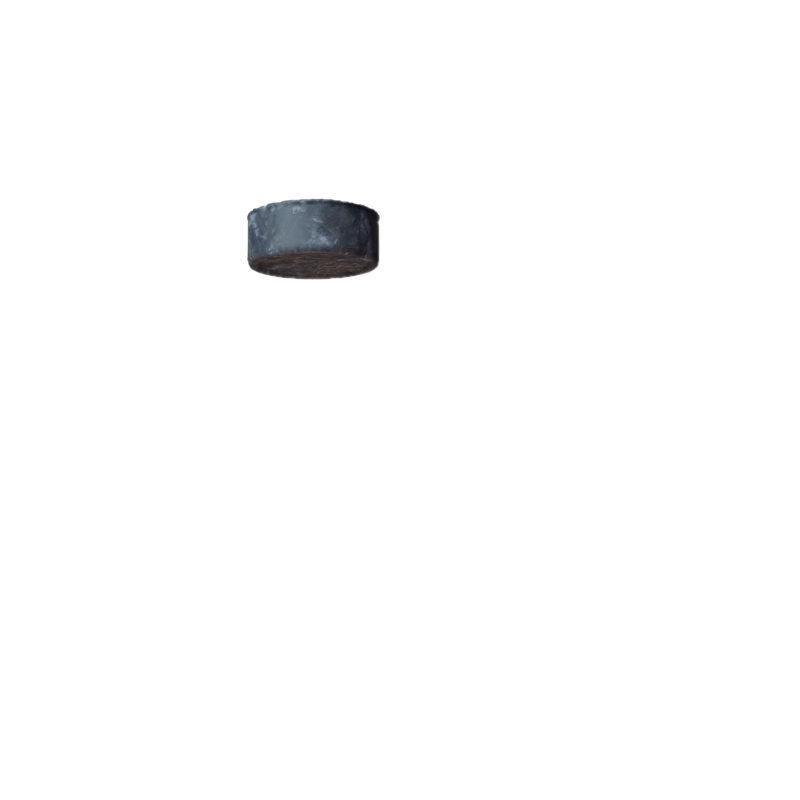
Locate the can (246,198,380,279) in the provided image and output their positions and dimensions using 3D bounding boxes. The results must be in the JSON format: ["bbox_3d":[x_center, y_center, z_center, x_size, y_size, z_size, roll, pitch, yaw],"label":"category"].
[{"bbox_3d":[-0.056,-0.102,0.711,0.086,0.034,0.084,0,-7,-2],"label":"can"}]
